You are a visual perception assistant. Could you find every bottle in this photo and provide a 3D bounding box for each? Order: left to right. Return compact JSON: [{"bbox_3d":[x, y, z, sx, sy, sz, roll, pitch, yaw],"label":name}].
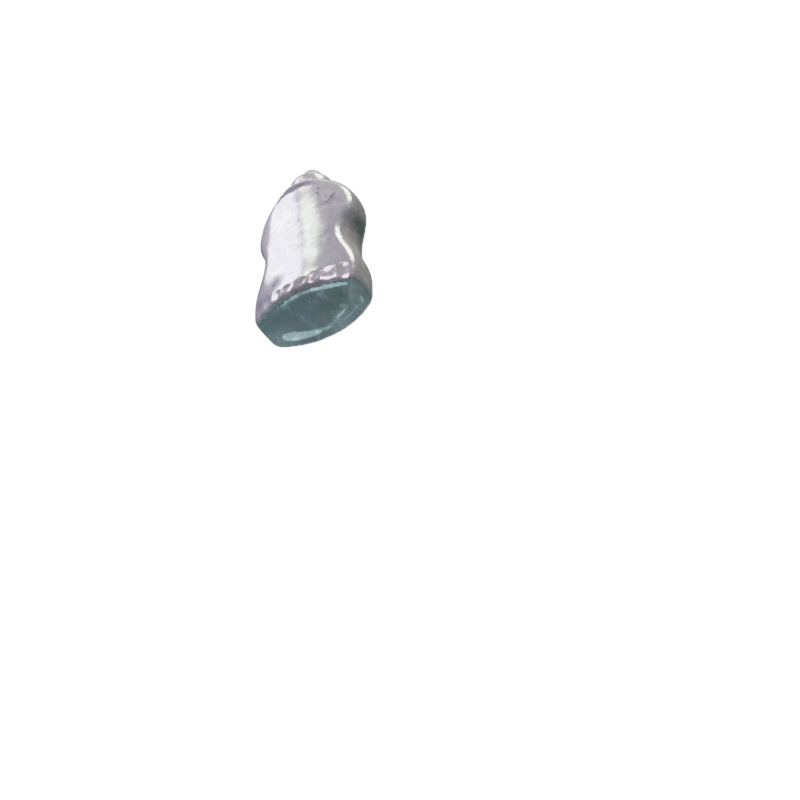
[{"bbox_3d":[-0.074,-0.136,0.947,0.096,0.206,0.054,-27,-51,19],"label":"bottle"}]
